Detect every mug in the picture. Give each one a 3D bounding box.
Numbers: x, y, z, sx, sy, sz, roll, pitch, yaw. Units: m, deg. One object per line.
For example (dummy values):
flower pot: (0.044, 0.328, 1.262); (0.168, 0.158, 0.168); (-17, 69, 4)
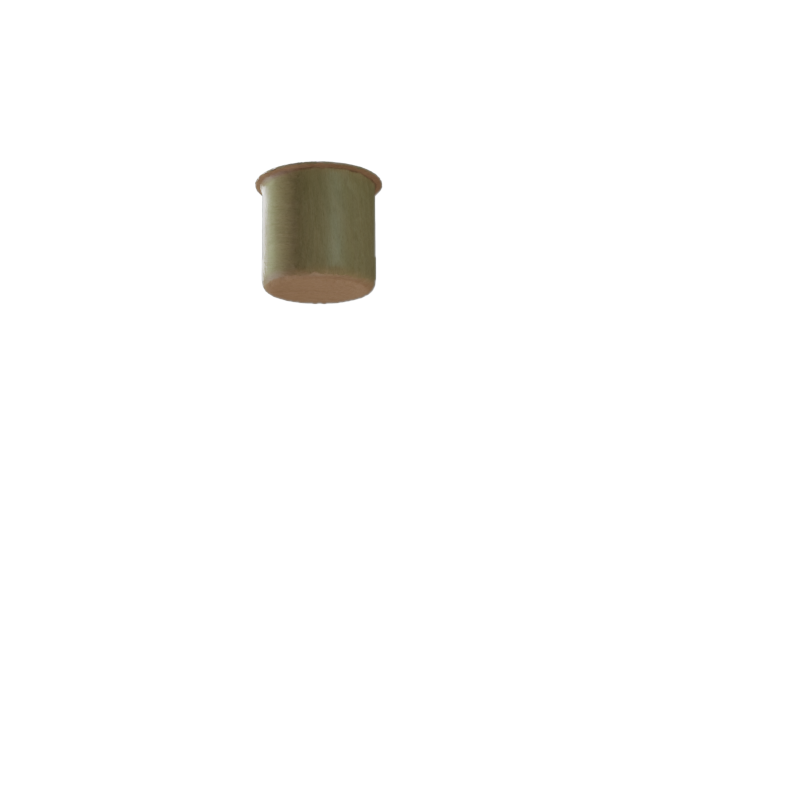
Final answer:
mug: (-0.063, -0.115, 0.809); (0.090, 0.085, 0.117); (5, -14, -22)
